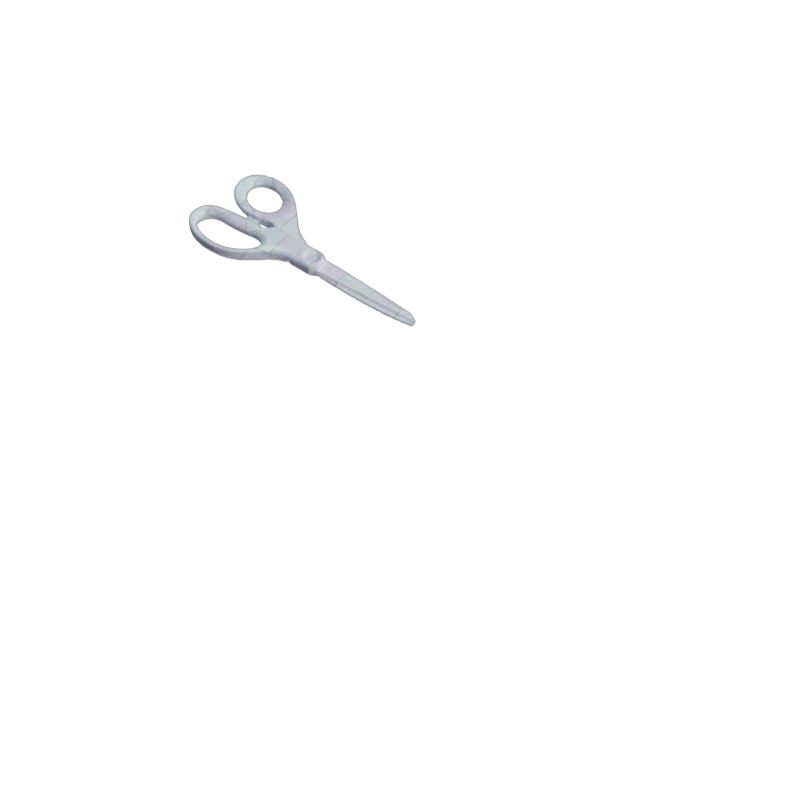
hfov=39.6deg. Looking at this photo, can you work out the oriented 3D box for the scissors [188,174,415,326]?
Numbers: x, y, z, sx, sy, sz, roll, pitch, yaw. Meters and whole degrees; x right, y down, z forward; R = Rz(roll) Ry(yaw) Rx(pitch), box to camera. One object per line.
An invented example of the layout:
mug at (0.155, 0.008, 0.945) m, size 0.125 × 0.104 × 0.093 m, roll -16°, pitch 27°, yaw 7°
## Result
scissors at (-0.069, -0.125, 0.878) m, size 0.207 × 0.100 × 0.015 m, roll 18°, pitch -35°, yaw 13°
